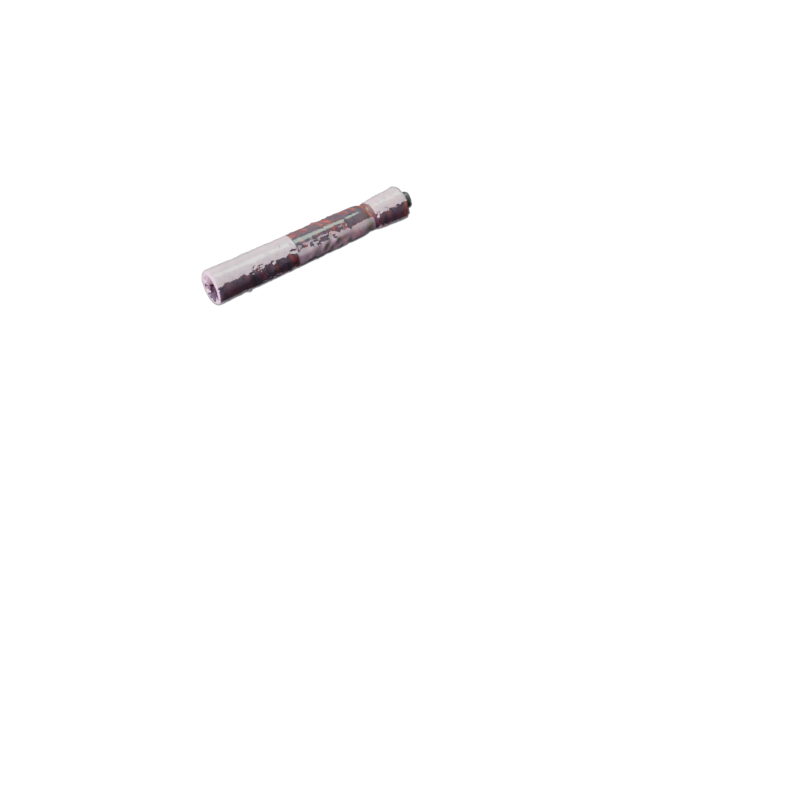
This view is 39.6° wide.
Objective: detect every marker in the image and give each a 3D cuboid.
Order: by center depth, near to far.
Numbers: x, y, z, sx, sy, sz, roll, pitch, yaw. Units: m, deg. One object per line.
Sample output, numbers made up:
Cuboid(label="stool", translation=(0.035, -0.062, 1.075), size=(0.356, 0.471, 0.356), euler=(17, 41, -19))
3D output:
Cuboid(label="marker", translation=(-0.044, -0.080, 0.562), size=(0.121, 0.019, 0.020), euler=(-29, 17, -25))
